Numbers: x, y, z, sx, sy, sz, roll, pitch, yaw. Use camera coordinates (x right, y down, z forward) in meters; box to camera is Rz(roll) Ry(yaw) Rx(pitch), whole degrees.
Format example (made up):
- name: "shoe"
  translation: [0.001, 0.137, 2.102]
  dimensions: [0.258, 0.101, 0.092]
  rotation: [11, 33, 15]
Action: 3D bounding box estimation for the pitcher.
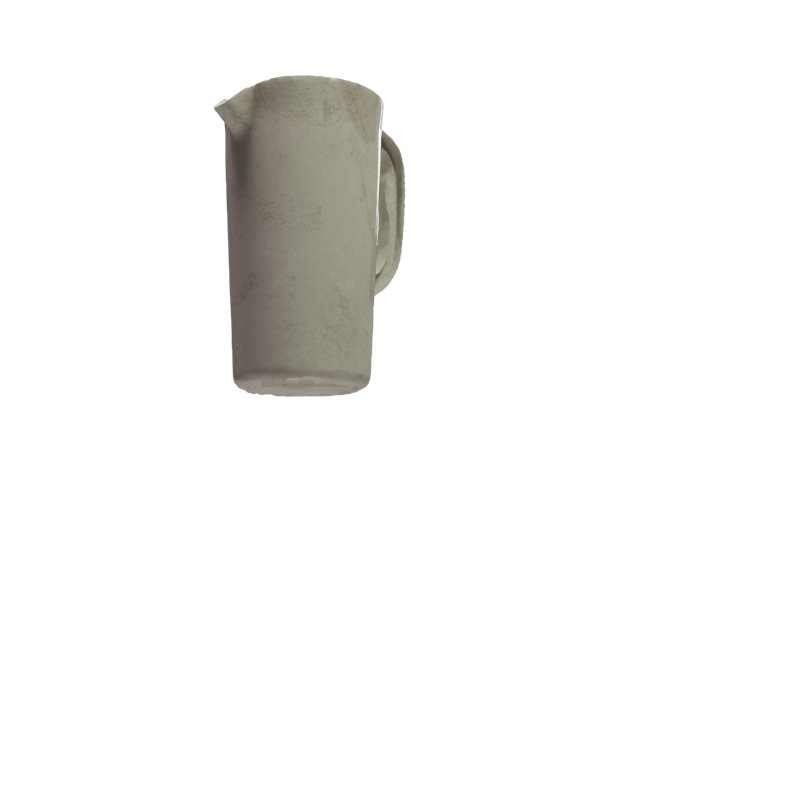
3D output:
- name: "pitcher"
  translation: [-0.070, -0.128, 0.896]
  dimensions: [0.150, 0.250, 0.140]
  rotation: [-1, -11, 3]
